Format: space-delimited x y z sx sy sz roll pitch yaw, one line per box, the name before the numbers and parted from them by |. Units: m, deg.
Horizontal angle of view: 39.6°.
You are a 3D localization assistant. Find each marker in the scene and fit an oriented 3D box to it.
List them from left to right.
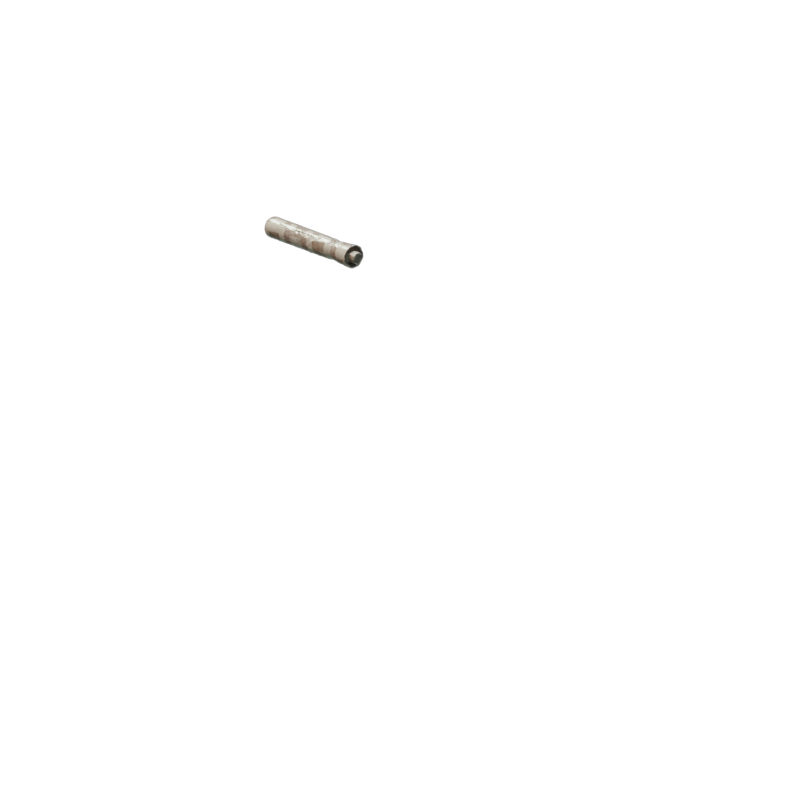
marker | -0.070 -0.128 0.898 0.019 0.019 0.129 -3 20 -37
